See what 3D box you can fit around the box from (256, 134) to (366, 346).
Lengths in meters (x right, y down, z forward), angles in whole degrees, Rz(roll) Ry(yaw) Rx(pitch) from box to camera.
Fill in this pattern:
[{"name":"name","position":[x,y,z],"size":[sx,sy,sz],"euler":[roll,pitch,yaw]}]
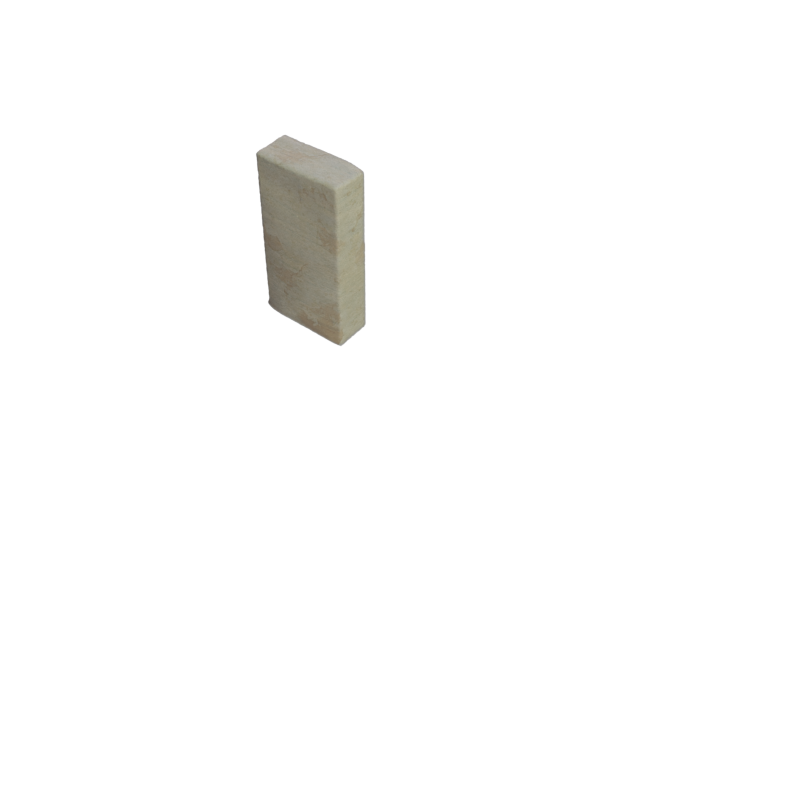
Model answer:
[{"name":"box","position":[-0.077,-0.141,0.988],"size":[0.099,0.164,0.048],"euler":[30,46,28]}]
